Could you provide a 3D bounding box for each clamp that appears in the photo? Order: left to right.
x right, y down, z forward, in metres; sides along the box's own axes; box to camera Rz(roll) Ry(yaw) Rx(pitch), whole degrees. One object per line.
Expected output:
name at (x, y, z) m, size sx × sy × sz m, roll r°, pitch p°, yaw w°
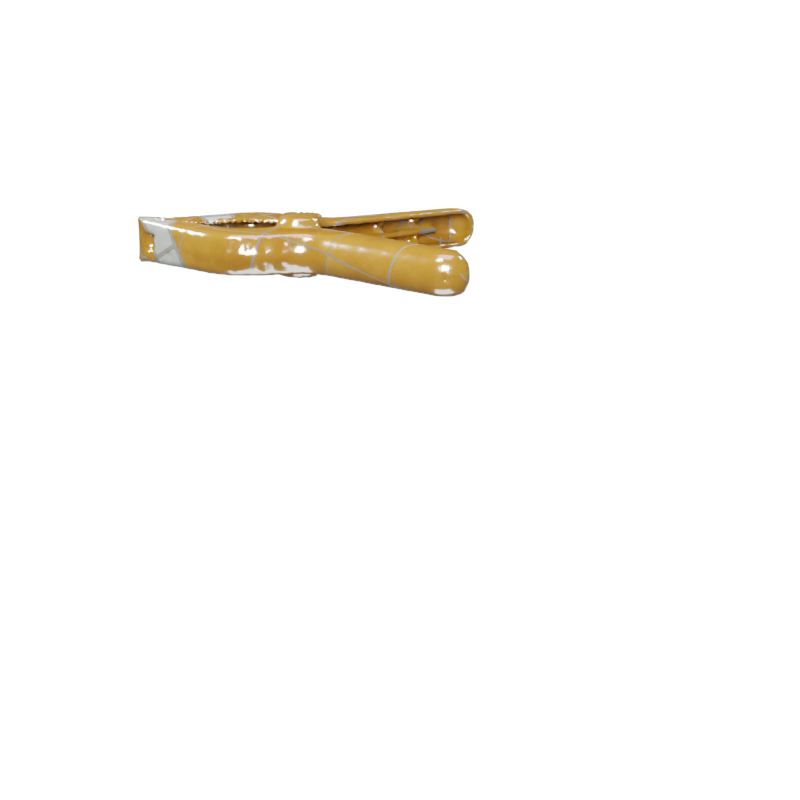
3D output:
clamp at (-0.053, -0.096, 0.673) m, size 0.214 × 0.035 × 0.166 m, roll 4°, pitch 17°, yaw 13°
